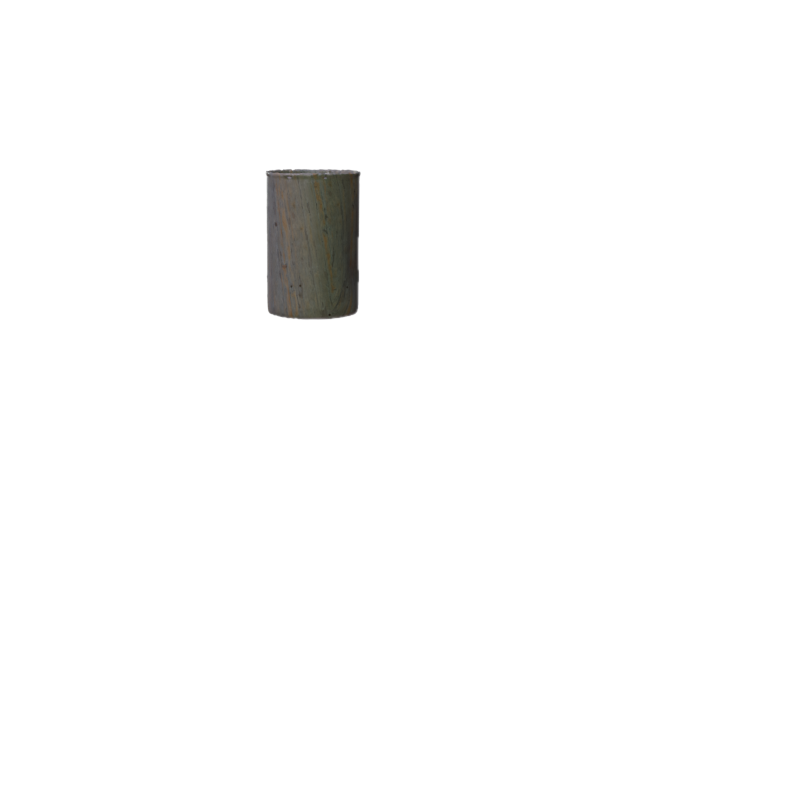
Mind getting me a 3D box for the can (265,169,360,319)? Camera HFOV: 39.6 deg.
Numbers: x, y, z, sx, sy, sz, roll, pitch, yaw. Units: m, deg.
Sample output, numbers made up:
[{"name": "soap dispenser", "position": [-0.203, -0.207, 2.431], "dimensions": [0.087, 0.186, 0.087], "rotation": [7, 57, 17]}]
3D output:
[{"name": "can", "position": [-0.062, -0.114, 0.796], "dimensions": [0.068, 0.100, 0.070], "rotation": [0, 9, -2]}]
